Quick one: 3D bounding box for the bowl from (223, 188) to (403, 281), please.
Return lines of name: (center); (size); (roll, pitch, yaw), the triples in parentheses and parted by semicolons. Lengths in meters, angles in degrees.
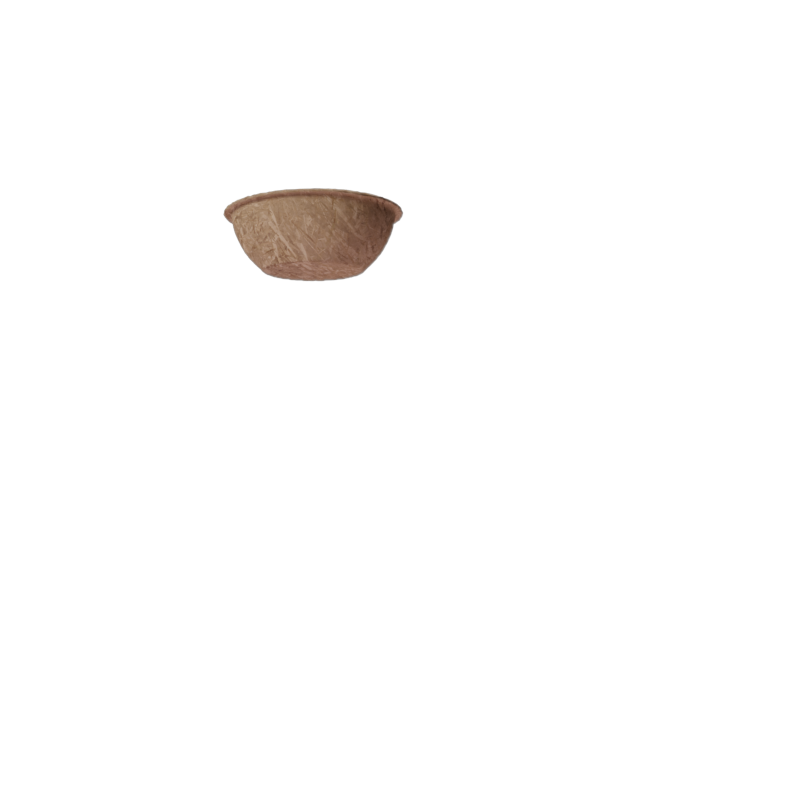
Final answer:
bowl: (-0.078, -0.142, 0.993); (0.162, 0.056, 0.159); (0, -6, -2)
